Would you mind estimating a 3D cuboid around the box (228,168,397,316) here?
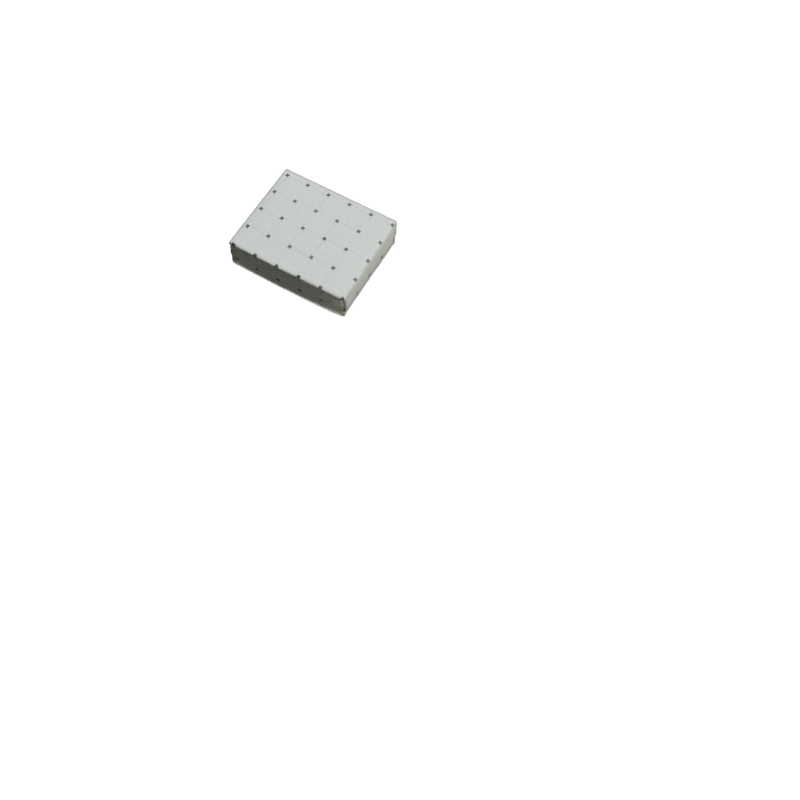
[{"bbox_3d":[-0.073,-0.133,0.930,0.117,0.092,0.036,27,-26,14],"label":"box"}]
